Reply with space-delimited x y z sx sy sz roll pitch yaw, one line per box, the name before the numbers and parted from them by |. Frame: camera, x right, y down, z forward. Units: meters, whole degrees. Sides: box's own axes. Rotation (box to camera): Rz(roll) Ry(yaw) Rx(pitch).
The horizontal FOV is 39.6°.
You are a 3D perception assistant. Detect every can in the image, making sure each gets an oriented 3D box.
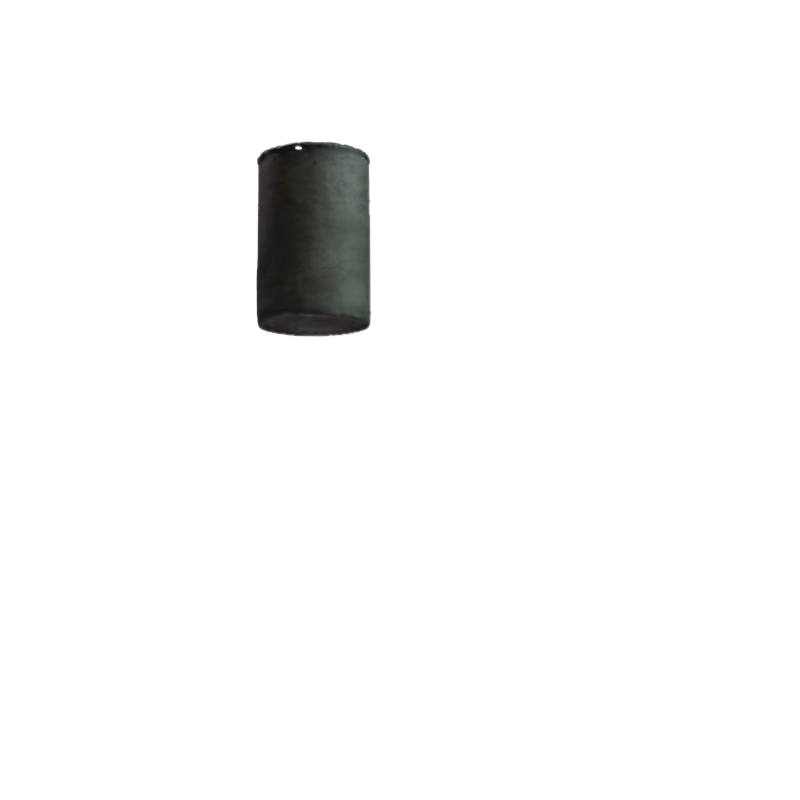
can | -0.051 -0.093 0.653 0.068 0.106 0.066 0 -12 -2
